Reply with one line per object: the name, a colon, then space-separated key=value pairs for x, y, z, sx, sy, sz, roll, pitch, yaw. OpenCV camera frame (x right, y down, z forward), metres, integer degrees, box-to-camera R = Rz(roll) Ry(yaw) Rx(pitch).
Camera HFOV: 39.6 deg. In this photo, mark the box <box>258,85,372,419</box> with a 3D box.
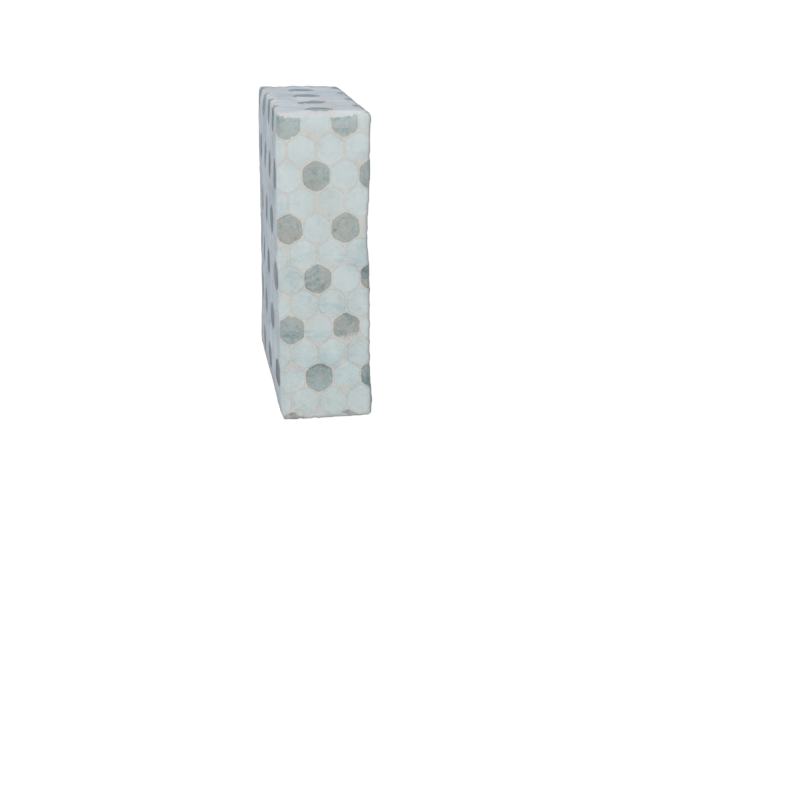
box: x=-0.064 y=-0.116 z=0.816 sx=0.071 sy=0.206 sz=0.172 roll=-2 pitch=18 yaw=-10
